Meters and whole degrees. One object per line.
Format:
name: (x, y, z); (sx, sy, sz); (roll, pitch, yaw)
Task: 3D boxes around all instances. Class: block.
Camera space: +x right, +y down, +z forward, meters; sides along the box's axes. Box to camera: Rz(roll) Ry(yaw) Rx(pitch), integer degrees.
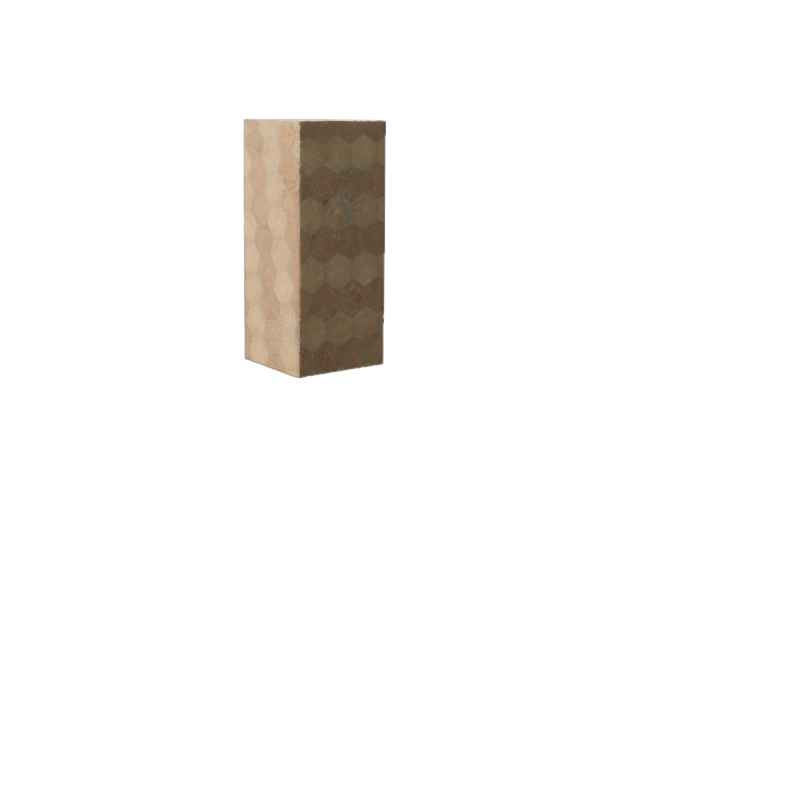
block: (-0.074, -0.134, 0.937); (0.088, 0.202, 0.095); (-6, 11, -37)
